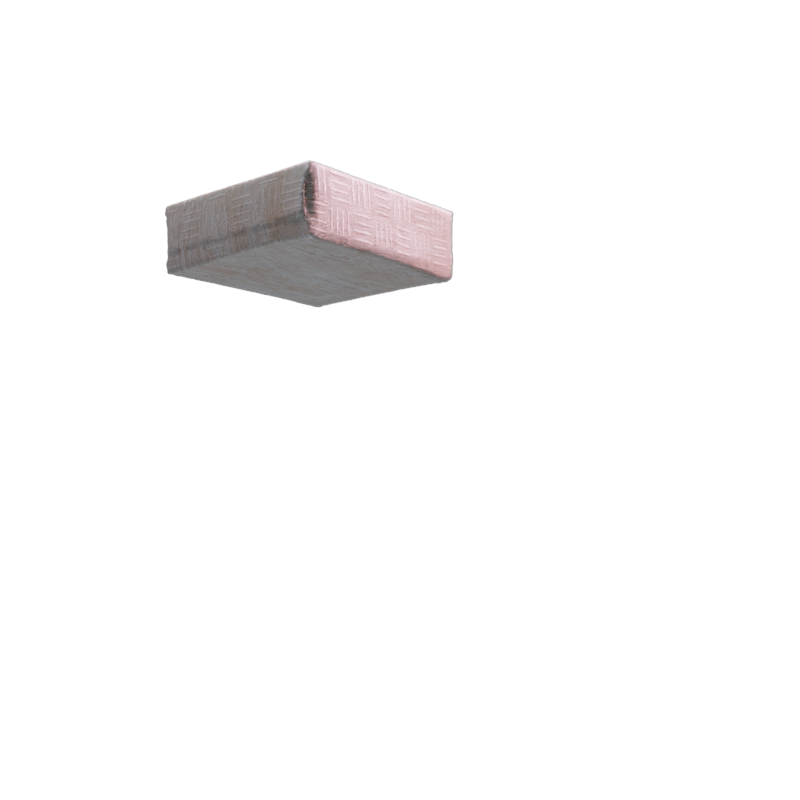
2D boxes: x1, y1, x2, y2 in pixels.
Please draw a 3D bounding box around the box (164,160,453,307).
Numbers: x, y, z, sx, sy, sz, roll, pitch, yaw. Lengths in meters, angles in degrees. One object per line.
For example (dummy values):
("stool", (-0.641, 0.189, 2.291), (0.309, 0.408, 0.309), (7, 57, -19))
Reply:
("box", (-0.041, -0.075, 0.526), (0.092, 0.040, 0.107), (-8, -12, 37))
